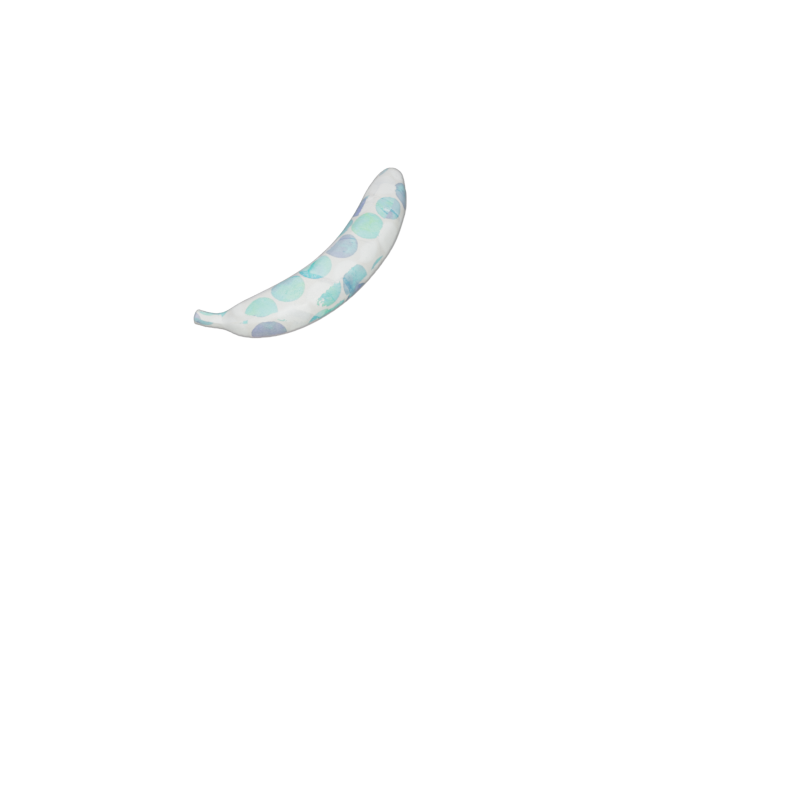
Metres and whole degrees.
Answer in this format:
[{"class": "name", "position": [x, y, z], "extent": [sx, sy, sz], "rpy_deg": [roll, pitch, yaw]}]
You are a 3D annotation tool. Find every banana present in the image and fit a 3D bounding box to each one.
[{"class": "banana", "position": [-0.052, -0.100, 0.792], "extent": [0.199, 0.074, 0.034], "rpy_deg": [-39, -25, -23]}]
